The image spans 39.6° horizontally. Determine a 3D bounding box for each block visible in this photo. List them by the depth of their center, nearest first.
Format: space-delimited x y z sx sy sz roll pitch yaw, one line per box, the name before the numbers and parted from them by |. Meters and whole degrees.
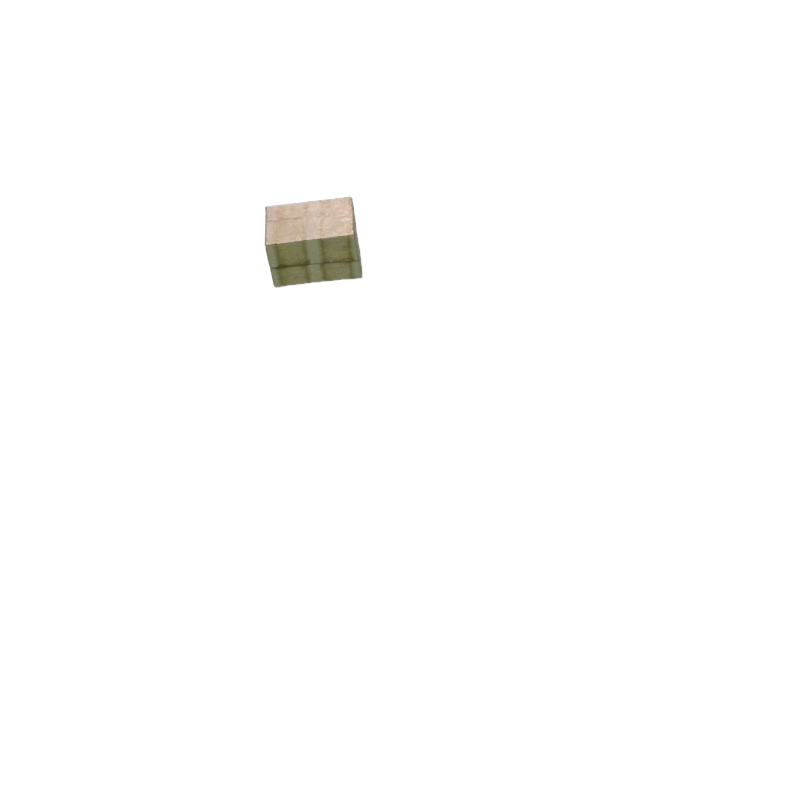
block | -0.074 -0.135 0.948 0.078 0.055 0.049 -5 -44 4
